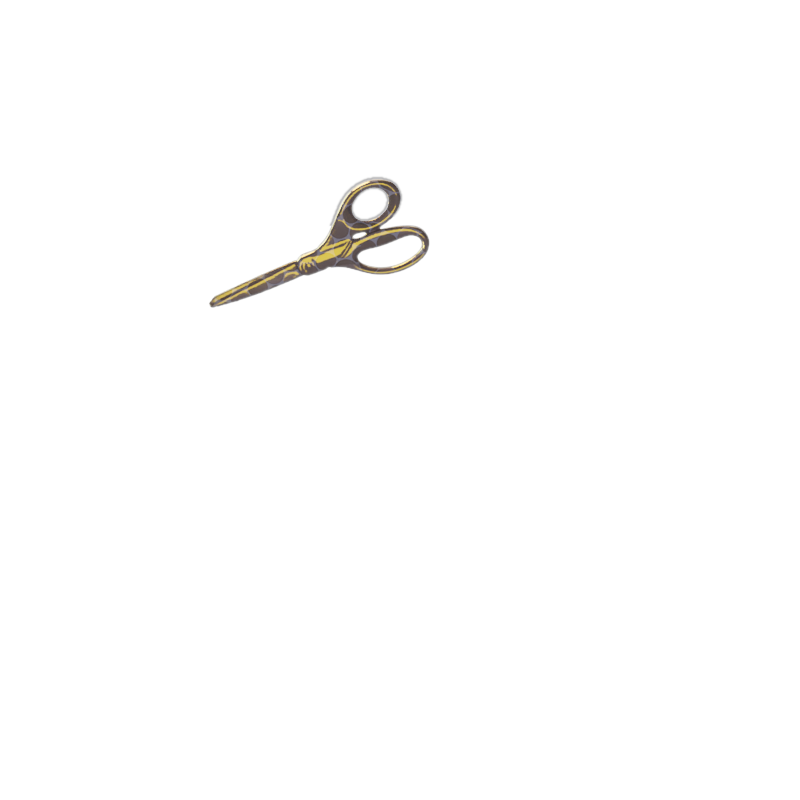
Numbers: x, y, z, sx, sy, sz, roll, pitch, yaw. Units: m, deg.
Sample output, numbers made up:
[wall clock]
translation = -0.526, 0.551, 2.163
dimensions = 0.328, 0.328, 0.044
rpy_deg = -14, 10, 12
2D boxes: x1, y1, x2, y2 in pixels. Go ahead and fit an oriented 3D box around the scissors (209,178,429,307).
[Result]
[scissors]
translation = -0.076, -0.139, 0.975
dimensions = 0.202, 0.092, 0.016
rpy_deg = -7, 18, 2
